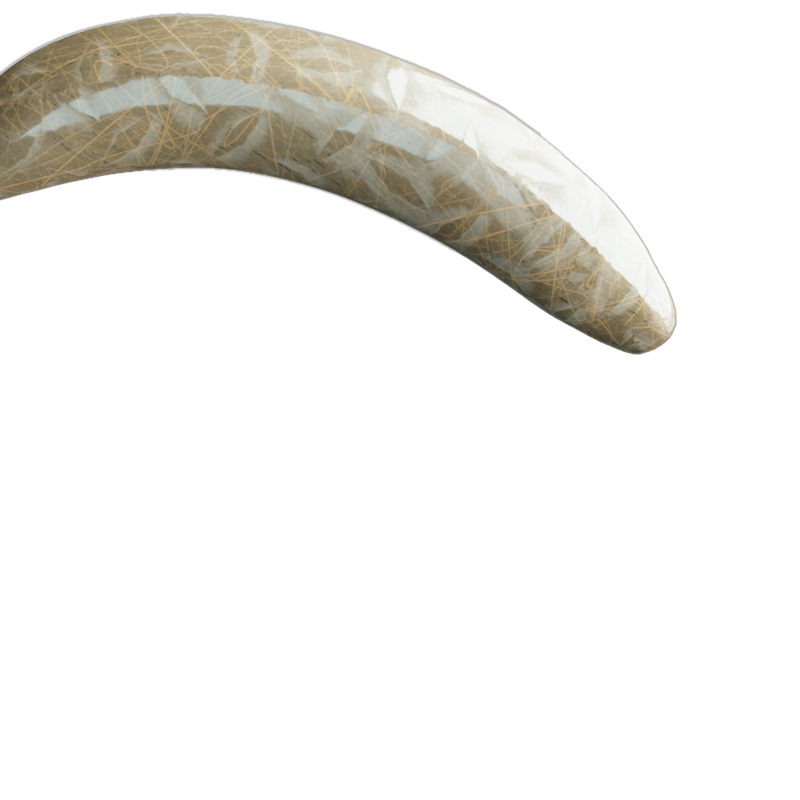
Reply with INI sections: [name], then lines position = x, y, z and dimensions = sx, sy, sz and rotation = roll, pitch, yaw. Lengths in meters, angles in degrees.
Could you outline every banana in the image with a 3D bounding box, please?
[banana]
position = -0.023, -0.058, 0.278
dimensions = 0.197, 0.067, 0.038
rotation = 8, 20, -3
